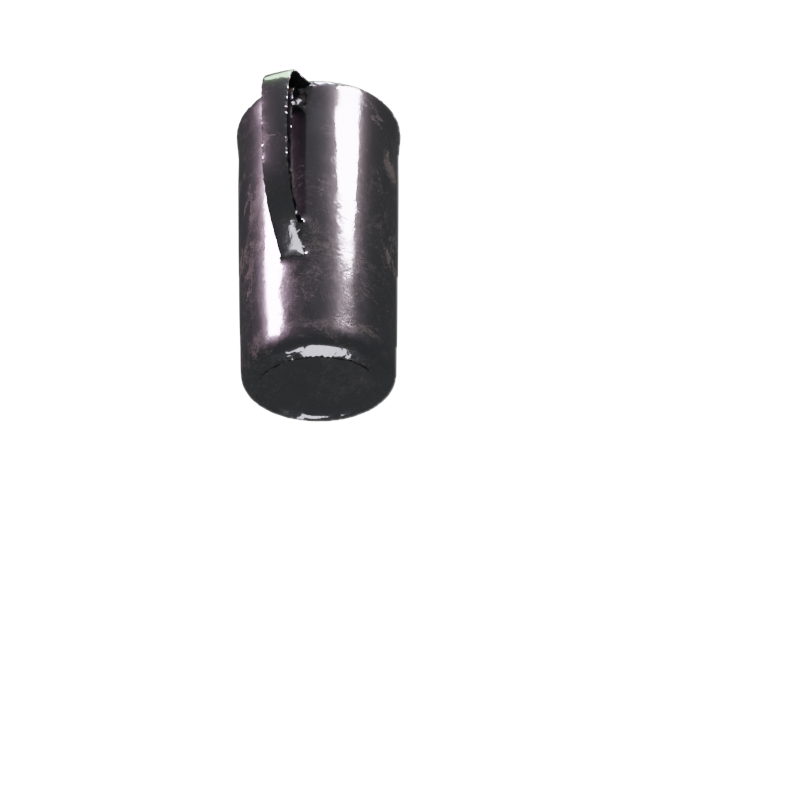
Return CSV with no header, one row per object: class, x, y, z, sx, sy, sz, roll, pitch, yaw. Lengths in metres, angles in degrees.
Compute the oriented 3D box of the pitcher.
pitcher,-0.065,-0.118,0.827,0.143,0.260,0.141,17,-39,-26
